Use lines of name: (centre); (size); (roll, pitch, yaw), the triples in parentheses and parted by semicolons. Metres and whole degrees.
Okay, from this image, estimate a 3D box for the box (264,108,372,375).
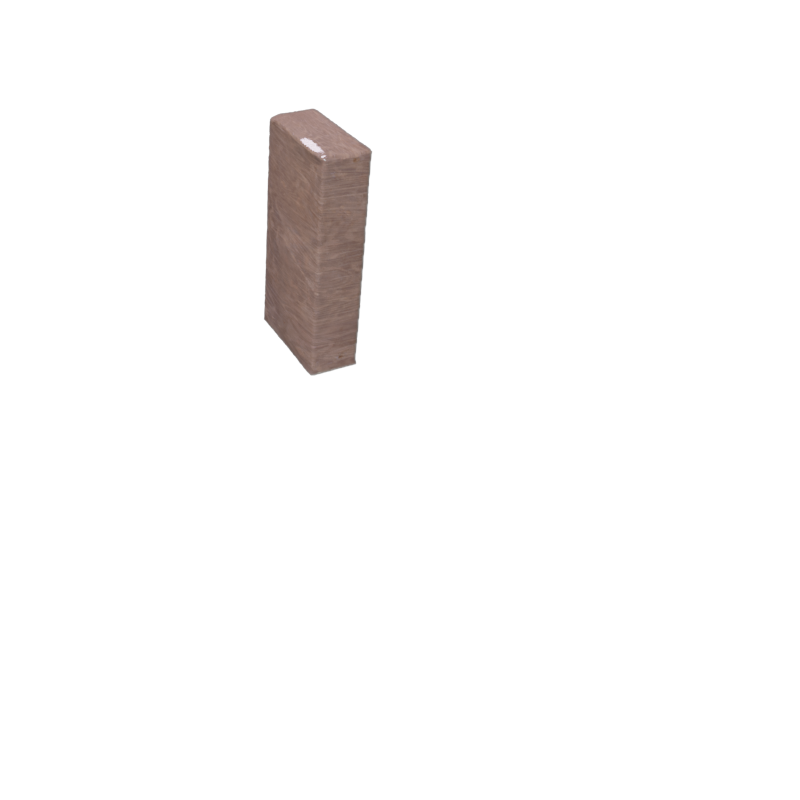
box: (-0.065, -0.117, 0.823); (0.047, 0.166, 0.101); (-13, 33, -25)
